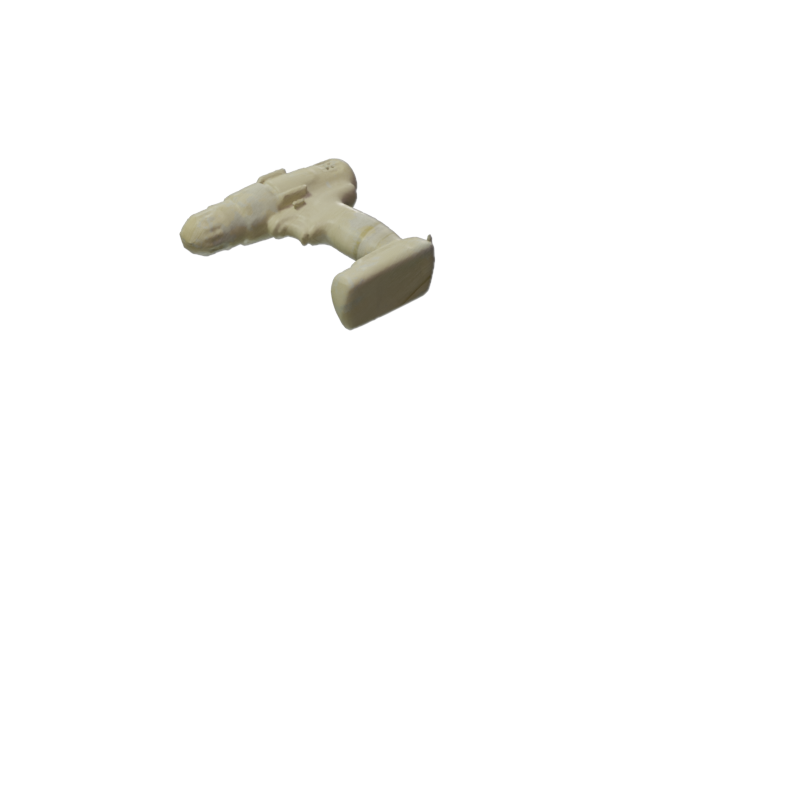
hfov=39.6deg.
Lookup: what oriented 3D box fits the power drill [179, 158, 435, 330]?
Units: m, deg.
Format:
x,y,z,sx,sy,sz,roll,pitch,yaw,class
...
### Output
x,y,z,sx,sy,sz,roll,pitch,yaw,class
-0.077,-0.140,0.979,0.184,0.053,0.202,-28,50,-27,power drill
